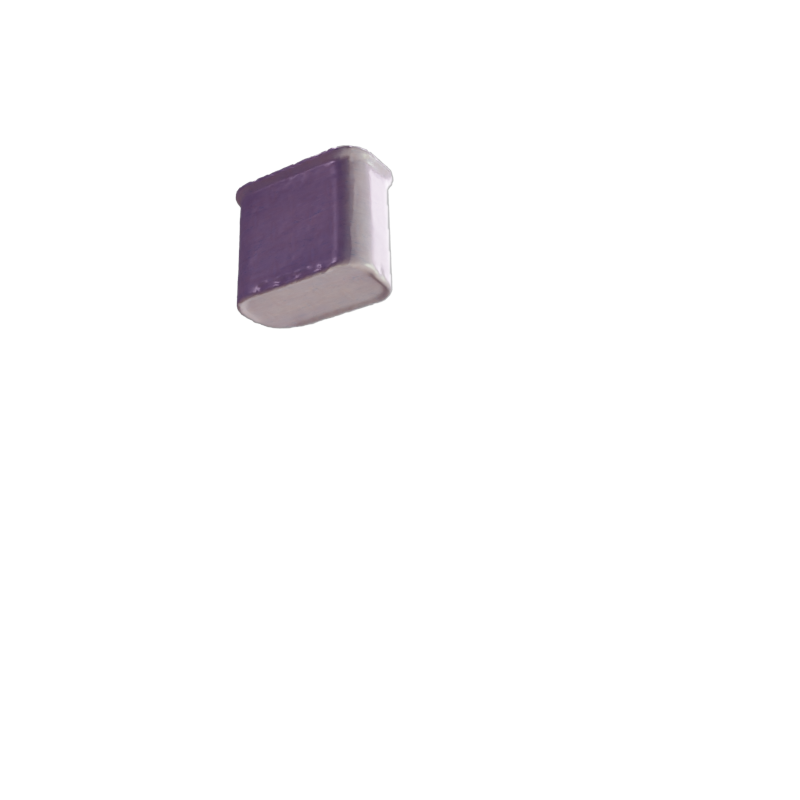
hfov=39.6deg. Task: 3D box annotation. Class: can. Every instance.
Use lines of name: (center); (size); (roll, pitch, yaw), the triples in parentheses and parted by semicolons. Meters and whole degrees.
can: (-0.054, -0.098, 0.689); (0.103, 0.089, 0.053); (-17, -32, 28)
